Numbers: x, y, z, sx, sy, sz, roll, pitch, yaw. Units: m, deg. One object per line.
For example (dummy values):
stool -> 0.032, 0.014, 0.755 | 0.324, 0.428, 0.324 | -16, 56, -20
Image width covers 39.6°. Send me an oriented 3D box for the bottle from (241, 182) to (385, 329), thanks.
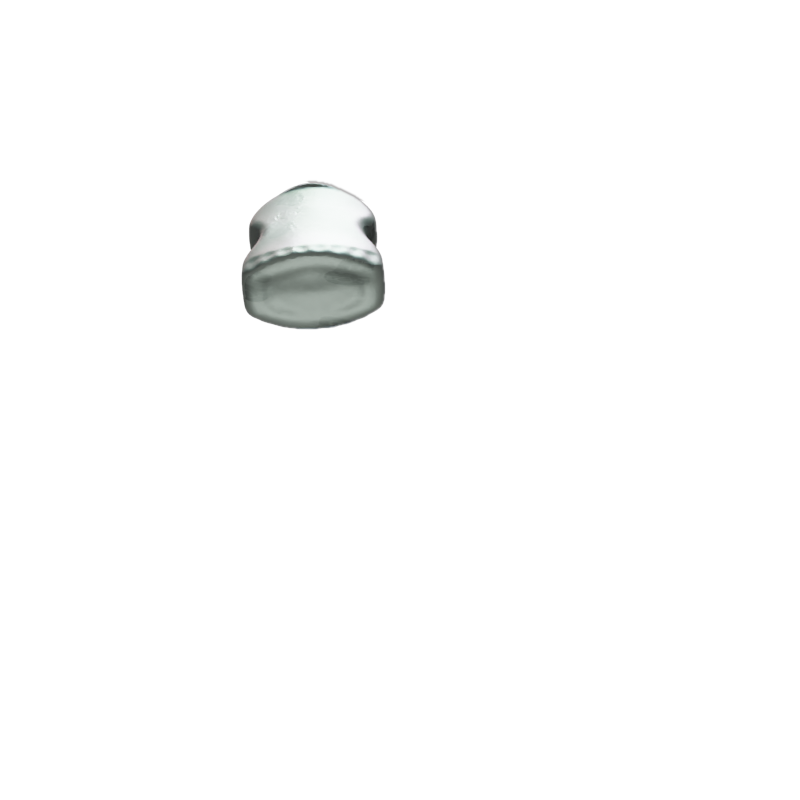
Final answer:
bottle -> -0.064, -0.118, 0.822 | 0.096, 0.055, 0.202 | -6, 27, -1
